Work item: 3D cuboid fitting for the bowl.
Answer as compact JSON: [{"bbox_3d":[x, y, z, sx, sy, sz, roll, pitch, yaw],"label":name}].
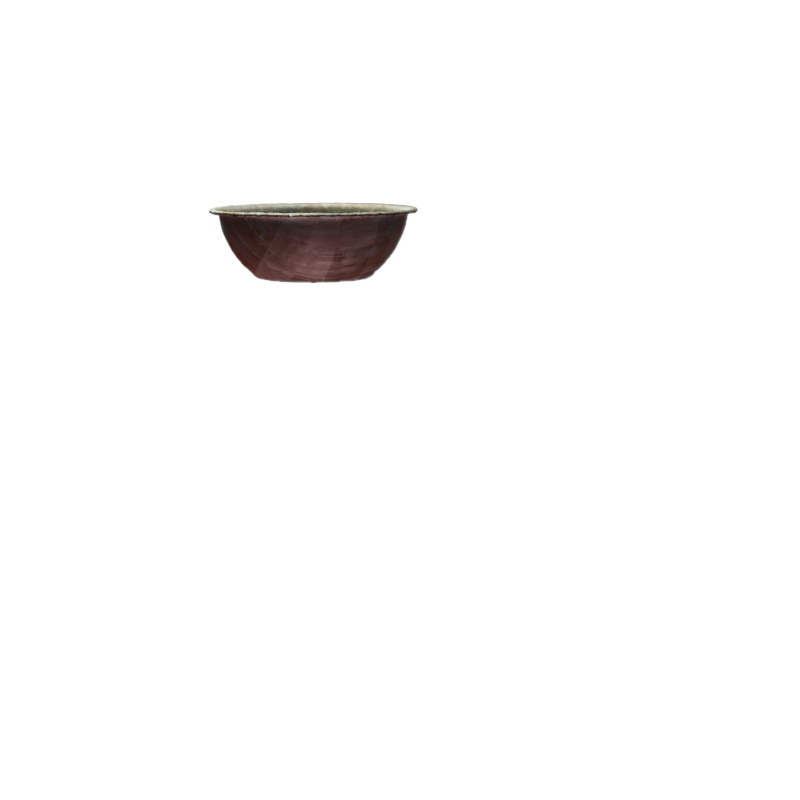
[{"bbox_3d":[-0.068,-0.123,0.864,0.162,0.054,0.166,0,12,-2],"label":"bowl"}]
